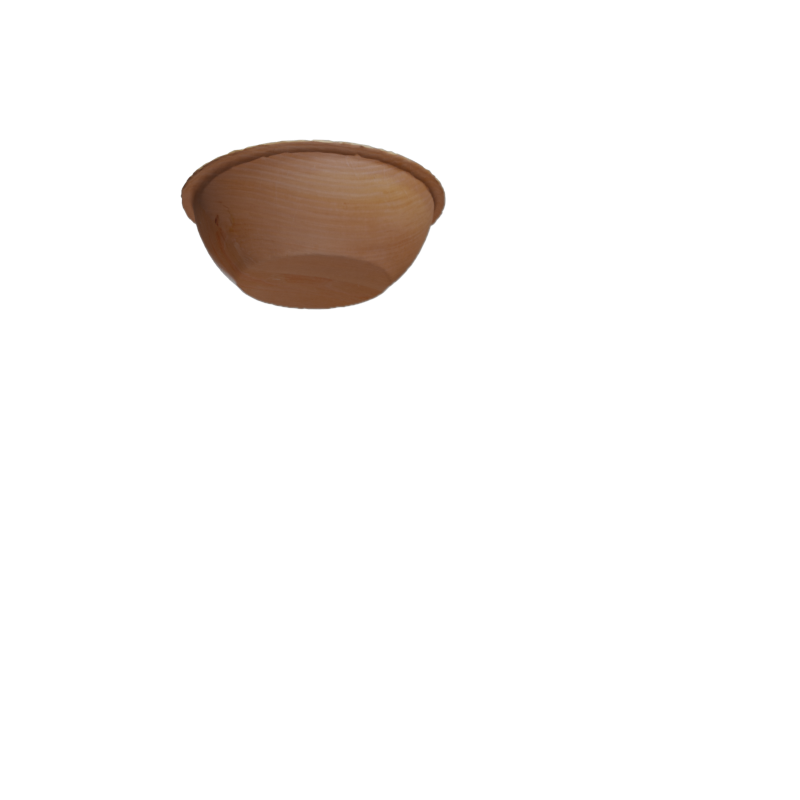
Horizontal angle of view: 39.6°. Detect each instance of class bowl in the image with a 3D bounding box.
[{"bbox_3d":[-0.052,-0.095,0.667,0.162,0.058,0.155,0,-17,-2],"label":"bowl"}]
